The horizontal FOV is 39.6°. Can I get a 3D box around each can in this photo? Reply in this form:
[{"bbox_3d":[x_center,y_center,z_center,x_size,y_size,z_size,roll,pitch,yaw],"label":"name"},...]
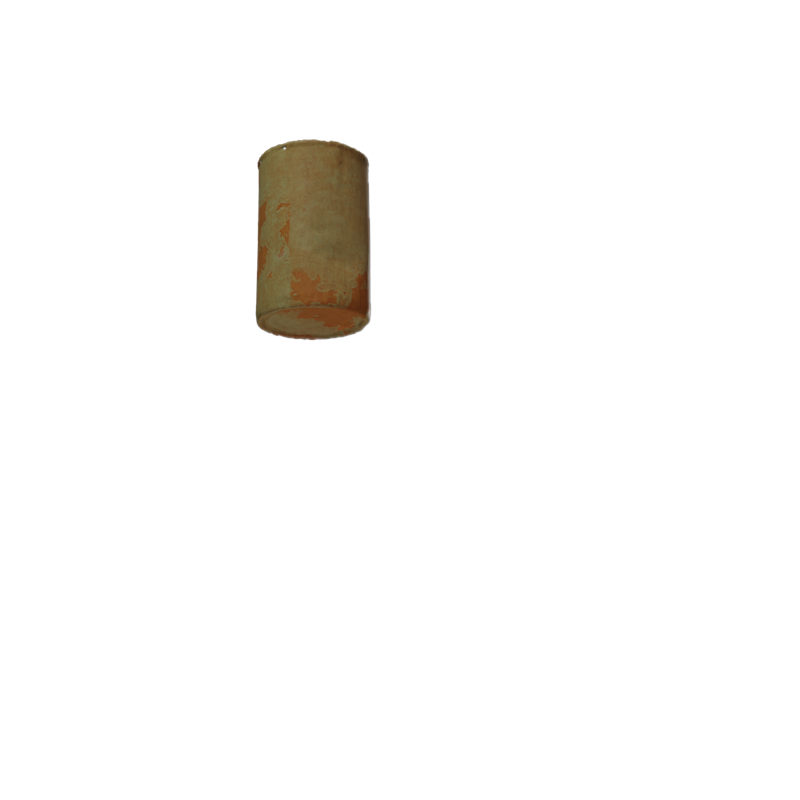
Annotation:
[{"bbox_3d":[-0.051,-0.094,0.655,0.068,0.107,0.066,0,-19,-2],"label":"can"}]
